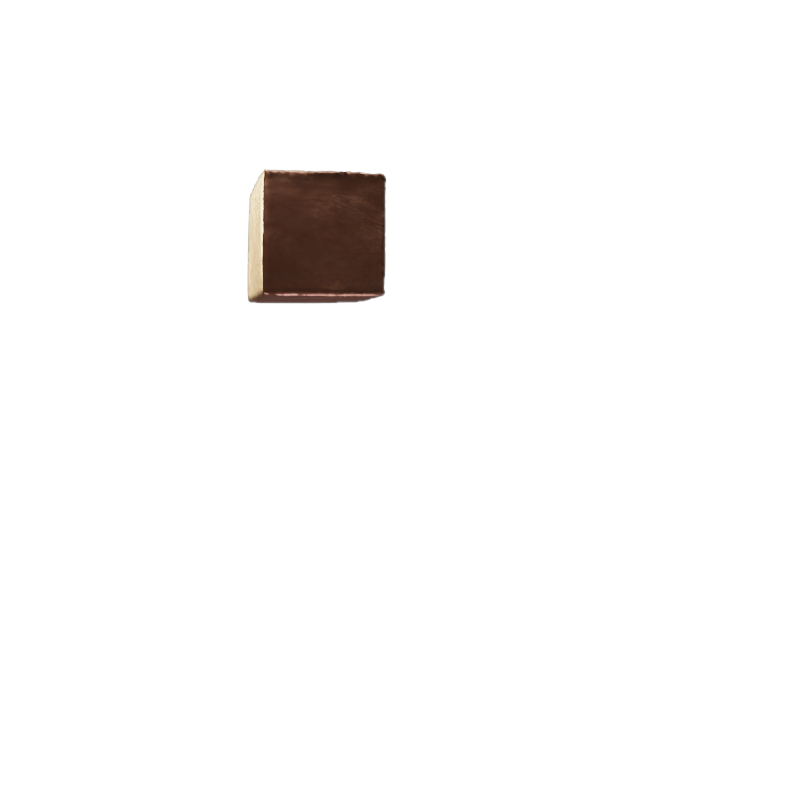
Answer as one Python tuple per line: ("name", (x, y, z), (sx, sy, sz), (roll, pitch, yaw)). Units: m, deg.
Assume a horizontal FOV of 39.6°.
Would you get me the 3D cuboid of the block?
("block", (-0.038, -0.069, 0.487), (0.052, 0.052, 0.079), (0, 0, -11))
